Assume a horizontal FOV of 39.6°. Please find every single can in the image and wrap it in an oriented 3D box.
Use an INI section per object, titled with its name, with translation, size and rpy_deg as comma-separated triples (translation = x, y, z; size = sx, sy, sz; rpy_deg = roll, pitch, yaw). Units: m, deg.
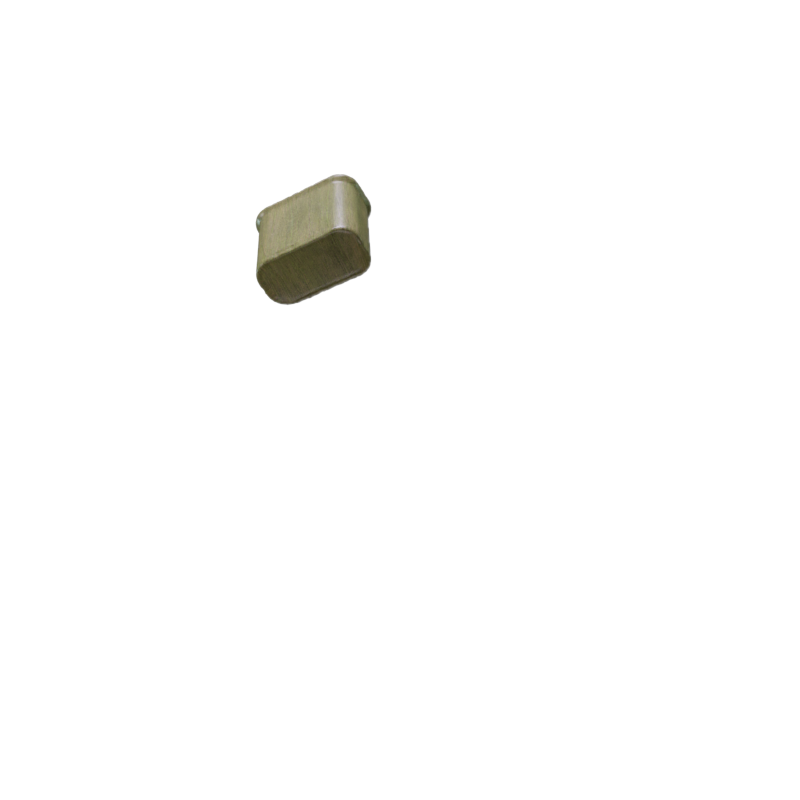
[can]
translation = -0.075, -0.136, 0.953
size = 0.102, 0.053, 0.090
rpy_deg = -23, 36, 15
